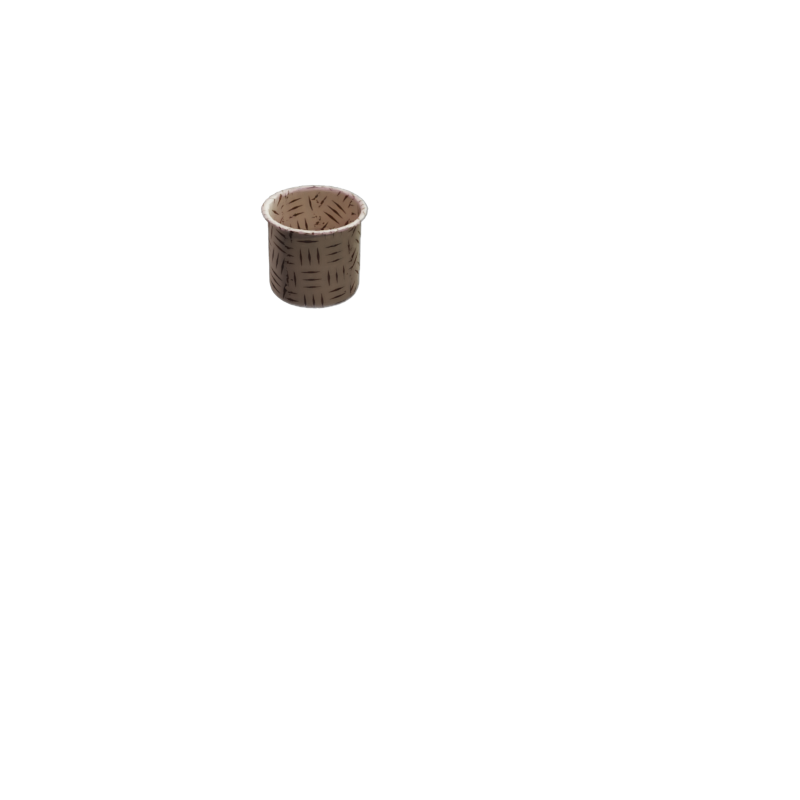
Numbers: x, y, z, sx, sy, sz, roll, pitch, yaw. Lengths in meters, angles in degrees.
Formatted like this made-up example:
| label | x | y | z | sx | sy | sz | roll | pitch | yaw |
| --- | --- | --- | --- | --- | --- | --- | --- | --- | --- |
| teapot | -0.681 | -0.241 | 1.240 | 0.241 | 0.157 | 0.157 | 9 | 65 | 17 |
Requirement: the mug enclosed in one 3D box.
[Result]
| label | x | y | z | sx | sy | sz | roll | pitch | yaw |
| --- | --- | --- | --- | --- | --- | --- | --- | --- | --- |
| mug | -0.078 | -0.142 | 0.994 | 0.092 | 0.077 | 0.126 | -3 | 34 | -7 |
